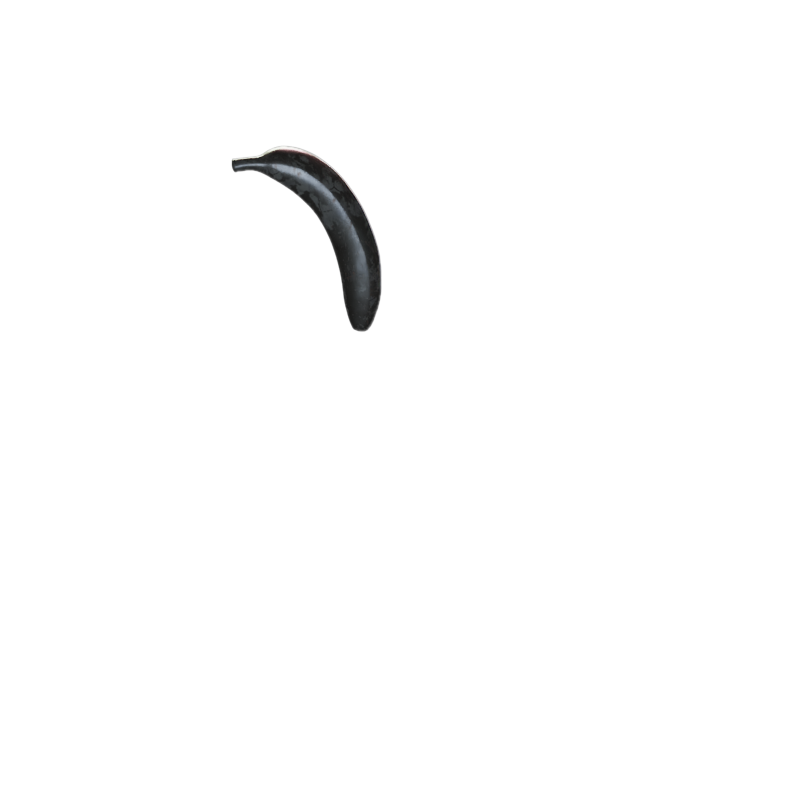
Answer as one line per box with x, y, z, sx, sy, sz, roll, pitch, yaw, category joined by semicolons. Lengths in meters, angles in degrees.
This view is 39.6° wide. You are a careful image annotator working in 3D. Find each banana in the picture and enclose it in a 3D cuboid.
-0.061;-0.147;0.944;0.069;0.188;0.039;-31;22;14;banana
